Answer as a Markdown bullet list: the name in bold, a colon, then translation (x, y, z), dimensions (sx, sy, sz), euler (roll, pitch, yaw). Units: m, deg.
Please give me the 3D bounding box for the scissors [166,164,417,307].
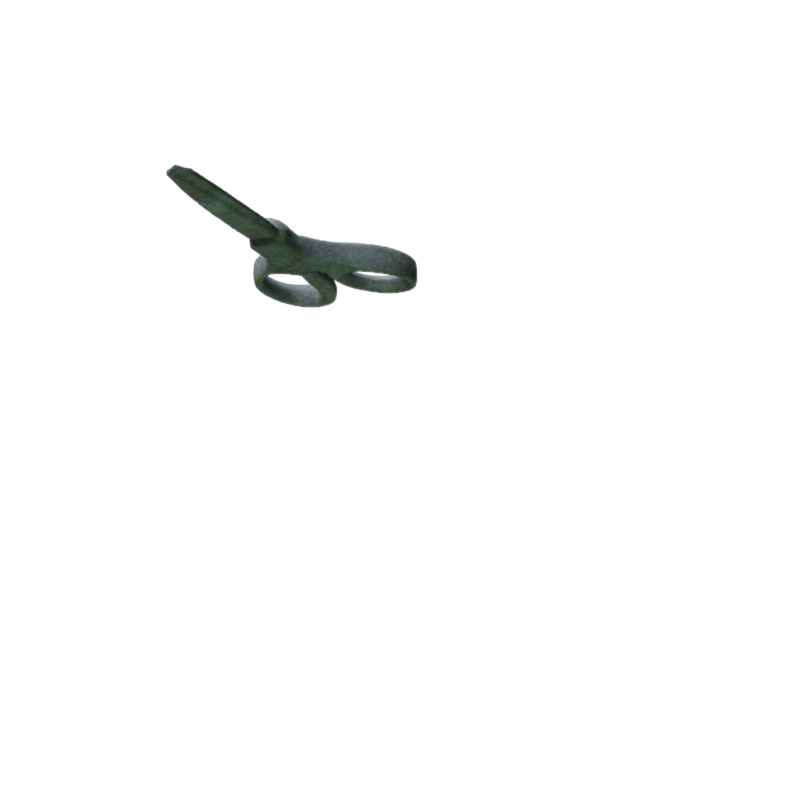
- **scissors**: translation (-0.042, -0.076, 0.531), dimensions (0.097, 0.016, 0.194), euler (-1, -10, 3)
